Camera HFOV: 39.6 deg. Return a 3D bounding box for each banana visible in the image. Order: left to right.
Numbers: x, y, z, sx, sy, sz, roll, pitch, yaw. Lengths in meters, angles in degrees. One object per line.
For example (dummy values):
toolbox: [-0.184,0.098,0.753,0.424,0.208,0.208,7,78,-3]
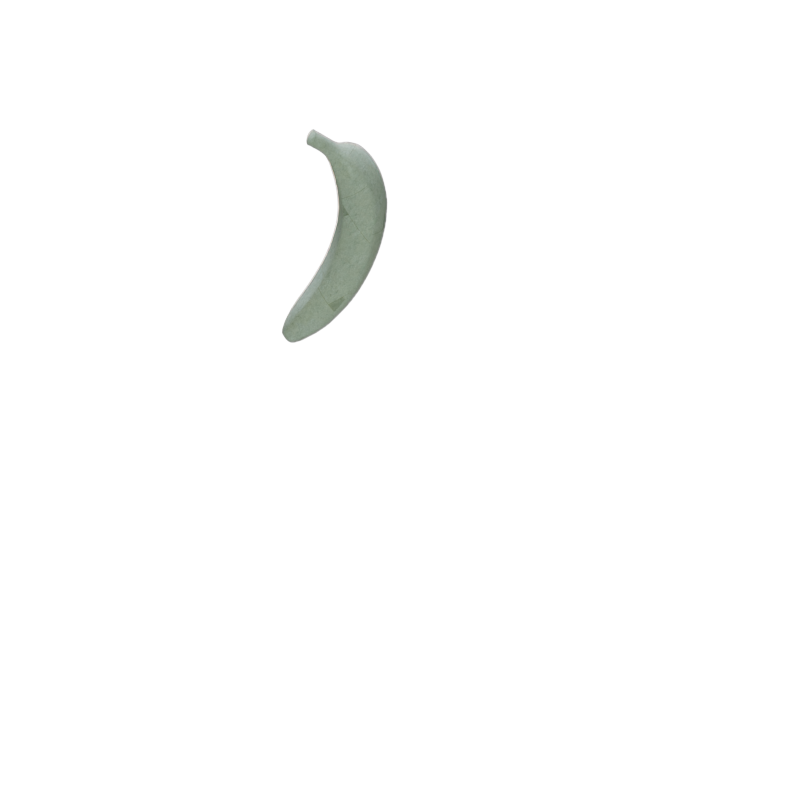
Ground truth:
banana: [-0.048,-0.124,0.858,0.069,0.186,0.039,7,36,-6]
